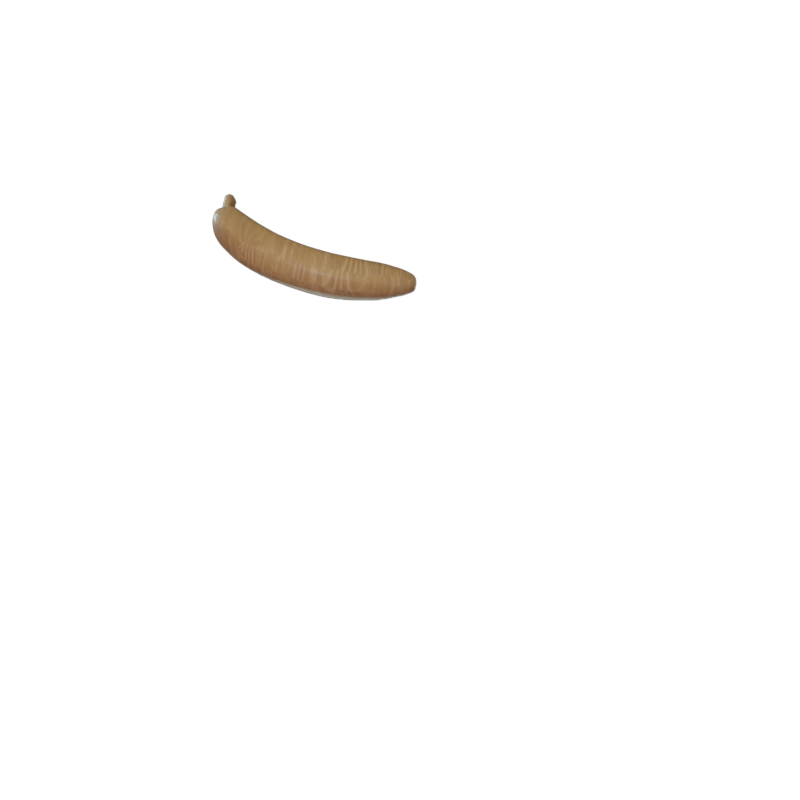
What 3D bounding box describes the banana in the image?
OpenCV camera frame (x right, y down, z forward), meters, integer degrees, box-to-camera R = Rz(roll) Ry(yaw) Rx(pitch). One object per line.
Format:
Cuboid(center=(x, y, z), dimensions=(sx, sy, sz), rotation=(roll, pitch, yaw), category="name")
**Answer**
Cuboid(center=(-0.085, -0.121, 0.912), dimensions=(0.208, 0.034, 0.071), rotation=(28, 53, 23), category="banana")
